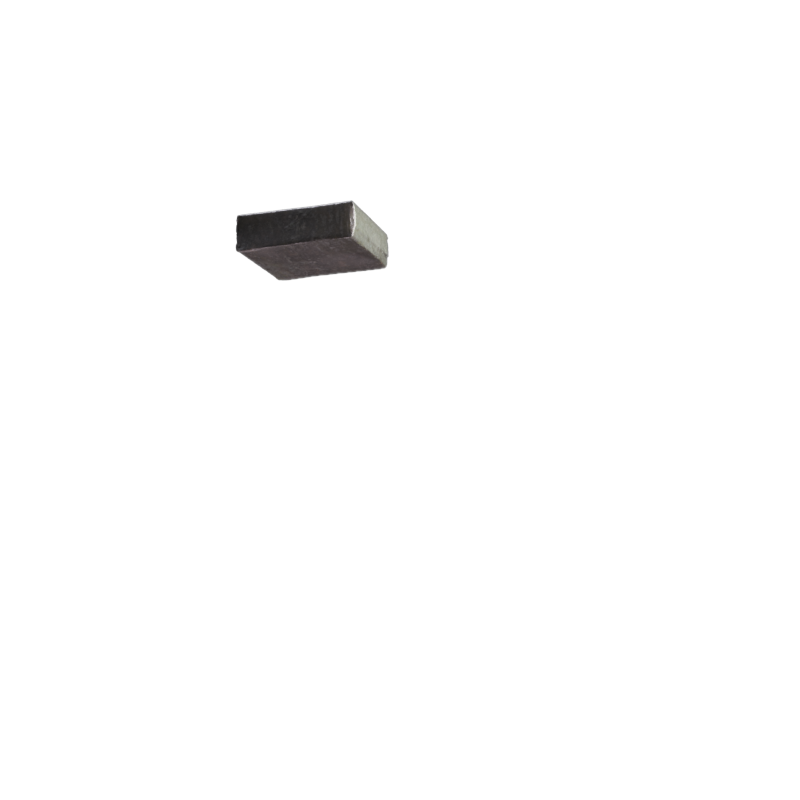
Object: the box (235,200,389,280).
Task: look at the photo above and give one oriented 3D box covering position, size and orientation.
[{"bbox_3d":[-0.077,-0.141,0.986,0.116,0.041,0.084,-6,-16,20],"label":"box"}]
